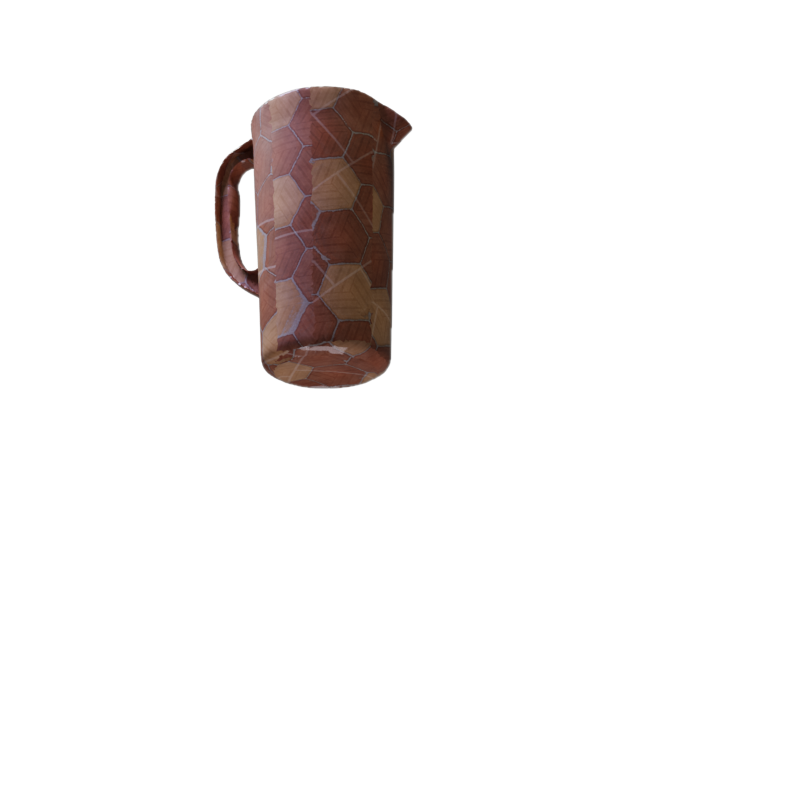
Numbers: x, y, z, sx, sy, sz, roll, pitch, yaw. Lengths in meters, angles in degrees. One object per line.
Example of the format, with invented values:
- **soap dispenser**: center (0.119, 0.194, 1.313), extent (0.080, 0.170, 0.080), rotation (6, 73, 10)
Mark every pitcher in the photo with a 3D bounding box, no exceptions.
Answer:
- **pitcher**: center (-0.076, -0.138, 0.967), extent (0.140, 0.256, 0.147), rotation (9, -25, -24)
